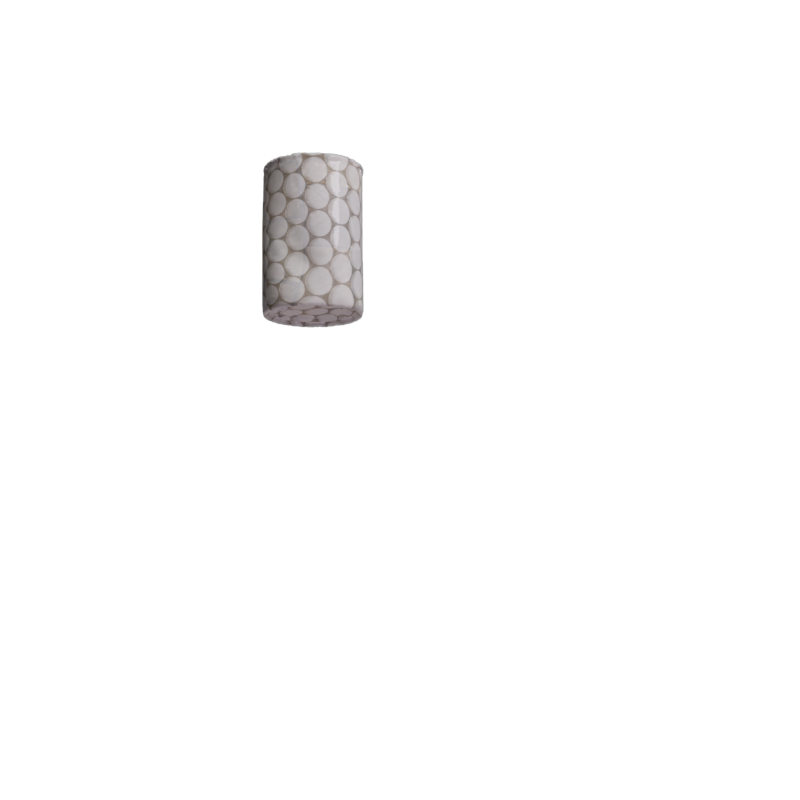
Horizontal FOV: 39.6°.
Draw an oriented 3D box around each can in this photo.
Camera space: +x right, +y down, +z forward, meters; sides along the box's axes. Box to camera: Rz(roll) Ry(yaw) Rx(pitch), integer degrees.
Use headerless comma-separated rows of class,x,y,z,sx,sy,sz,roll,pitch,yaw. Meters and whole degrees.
can,-0.058,-0.105,0.735,0.068,0.106,0.066,0,-15,-2
